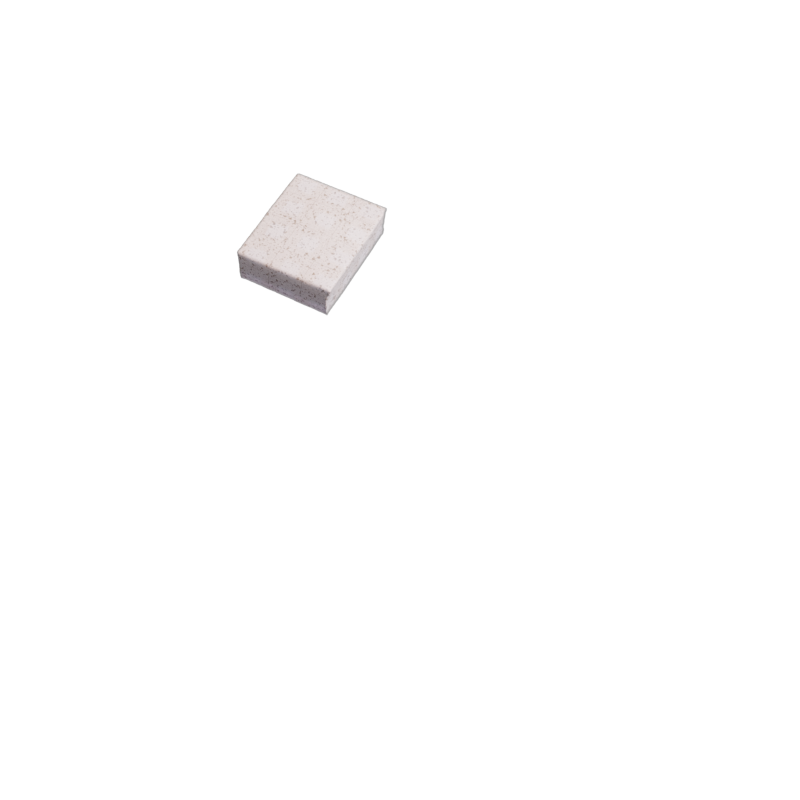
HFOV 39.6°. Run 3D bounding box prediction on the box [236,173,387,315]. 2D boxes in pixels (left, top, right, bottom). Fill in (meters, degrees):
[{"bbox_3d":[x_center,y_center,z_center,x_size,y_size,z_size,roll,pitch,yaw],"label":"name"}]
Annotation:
[{"bbox_3d":[-0.076,-0.138,0.963,0.093,0.118,0.036,21,-34,15],"label":"box"}]
